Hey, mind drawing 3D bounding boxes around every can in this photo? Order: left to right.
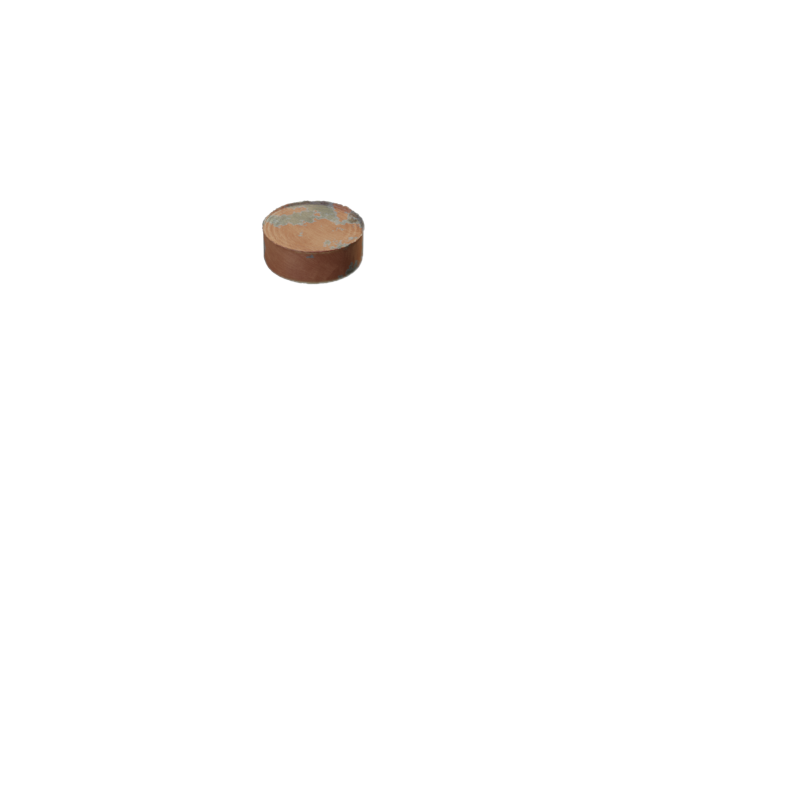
[{"bbox_3d":[-0.073,-0.133,0.934,0.086,0.031,0.092,-1,36,-2],"label":"can"}]
